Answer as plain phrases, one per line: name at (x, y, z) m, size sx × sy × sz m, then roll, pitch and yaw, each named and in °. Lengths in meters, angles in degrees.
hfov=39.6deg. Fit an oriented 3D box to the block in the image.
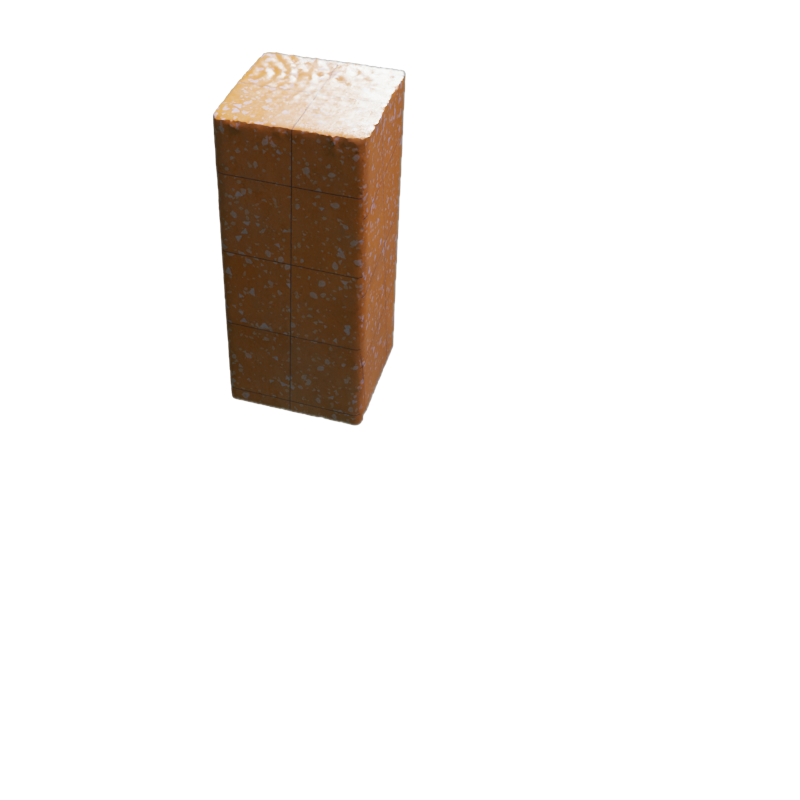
block at (-0.054, -0.097, 0.681) m, size 0.093 × 0.193 × 0.094 m, roll 12°, pitch 39°, yaw 11°
